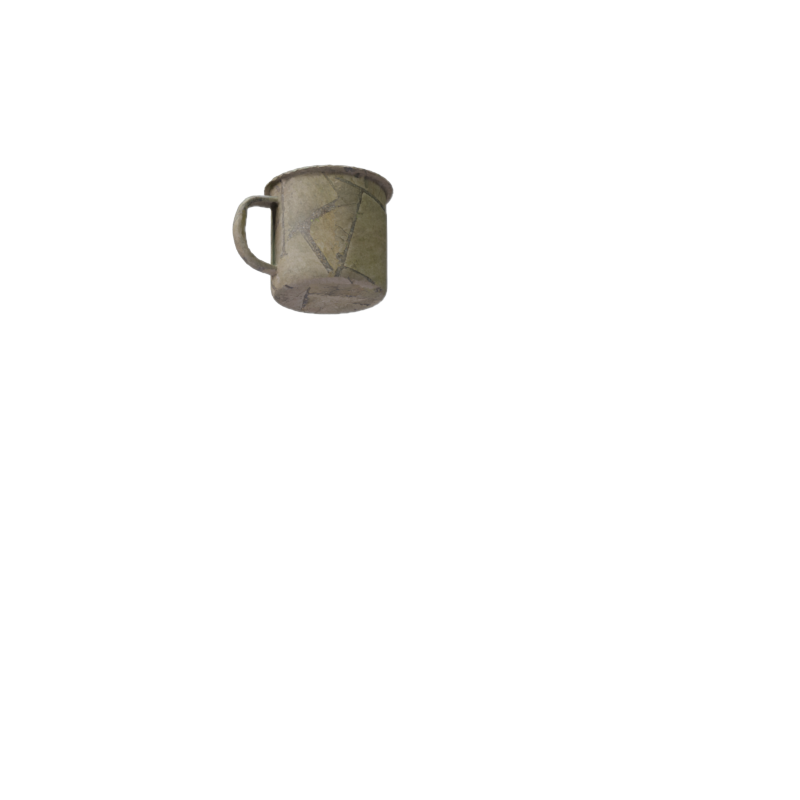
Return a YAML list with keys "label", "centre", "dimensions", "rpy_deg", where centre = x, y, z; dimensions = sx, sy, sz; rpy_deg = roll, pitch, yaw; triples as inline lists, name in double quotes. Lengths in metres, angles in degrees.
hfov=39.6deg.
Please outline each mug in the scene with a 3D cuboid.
- label: "mug"
  centre: [-0.061, -0.111, 0.775]
  dimensions: [0.113, 0.085, 0.093]
  rpy_deg: [8, -19, -26]
